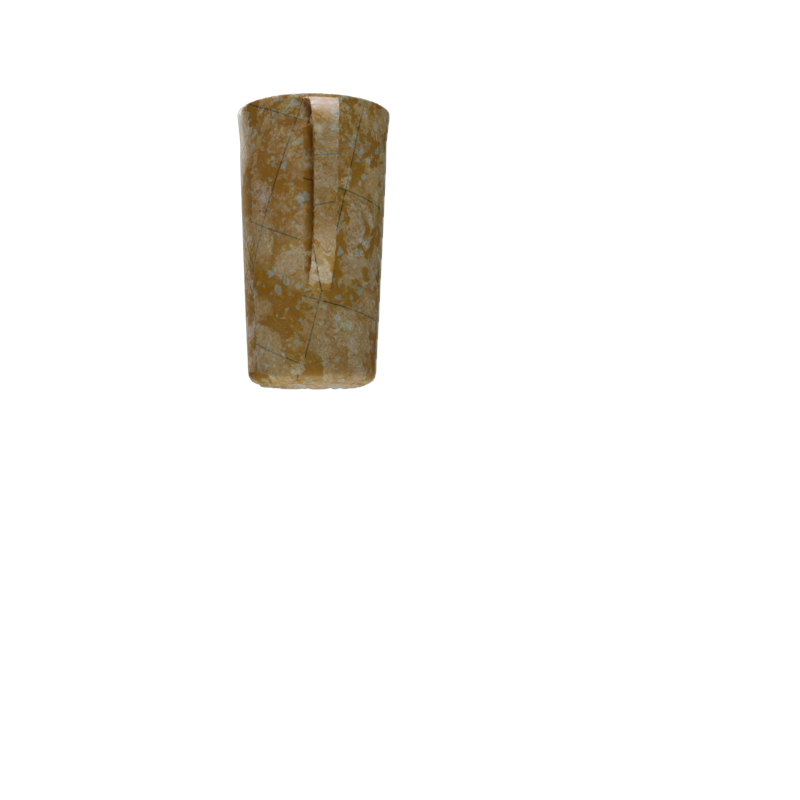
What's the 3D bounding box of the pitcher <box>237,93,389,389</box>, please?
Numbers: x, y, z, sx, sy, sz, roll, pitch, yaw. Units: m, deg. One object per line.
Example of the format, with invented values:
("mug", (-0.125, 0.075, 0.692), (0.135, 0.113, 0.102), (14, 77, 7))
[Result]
("pitcher", (-0.074, -0.134, 0.940), (0.149, 0.249, 0.142), (-7, -10, 35))
